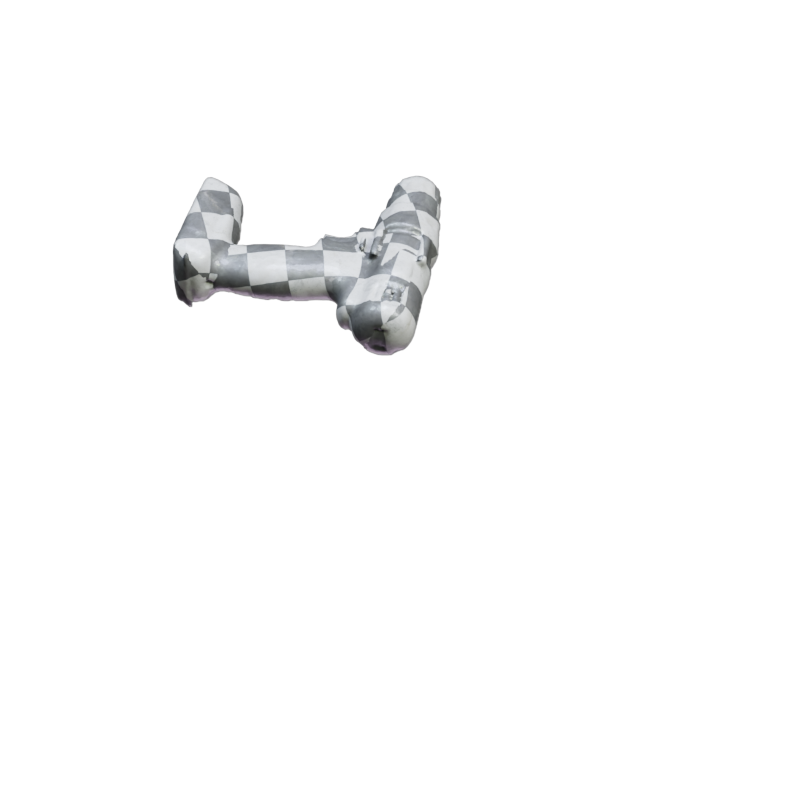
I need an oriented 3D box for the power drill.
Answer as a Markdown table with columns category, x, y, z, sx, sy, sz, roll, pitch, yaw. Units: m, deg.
| category | x | y | z | sx | sy | sz | roll | pitch | yaw |
| --- | --- | --- | --- | --- | --- | --- | --- | --- | --- |
| power drill | -0.065 | -0.119 | 0.836 | 0.190 | 0.053 | 0.195 | 7 | 42 | 8 |
